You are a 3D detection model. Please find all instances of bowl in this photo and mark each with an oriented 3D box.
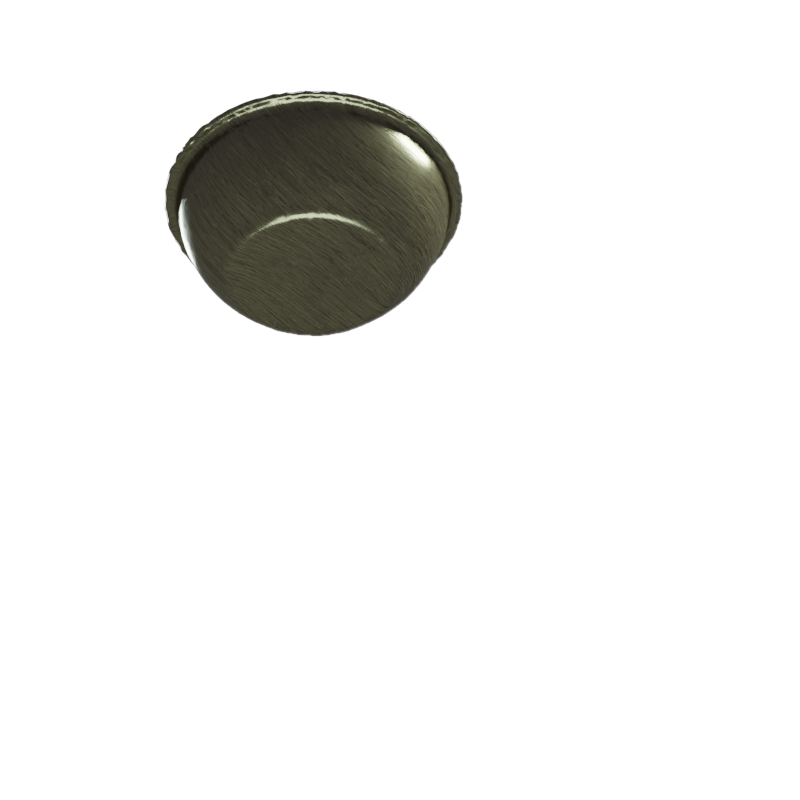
[{"bbox_3d":[-0.046,-0.084,0.586,0.162,0.059,0.151,1,-41,-1],"label":"bowl"}]
